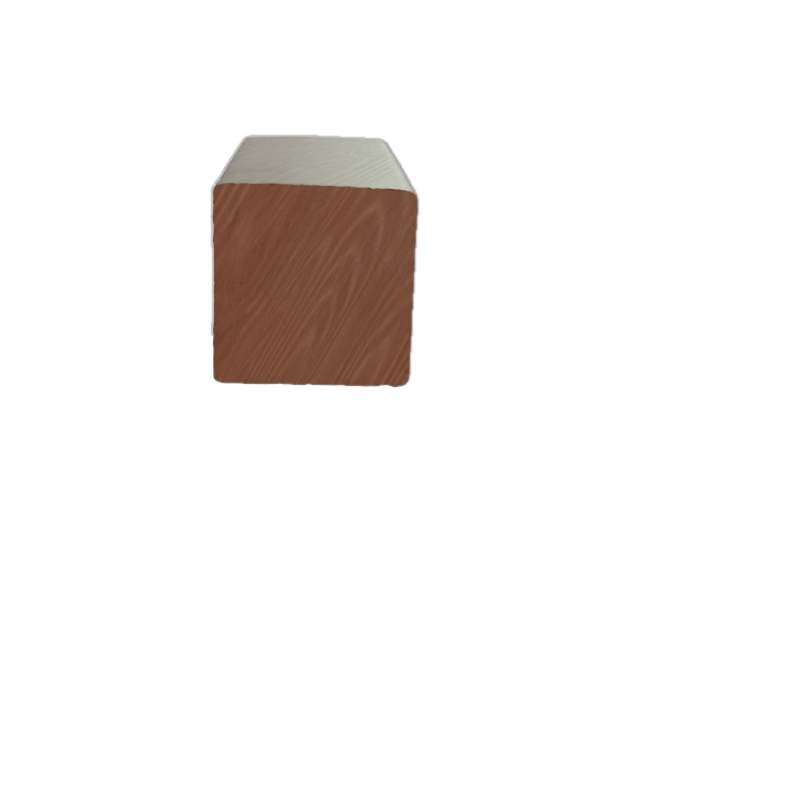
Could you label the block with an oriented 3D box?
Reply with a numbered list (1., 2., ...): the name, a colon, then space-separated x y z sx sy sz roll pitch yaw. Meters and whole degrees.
1. block: -0.045 -0.083 0.581 0.090 0.088 0.214 1 17 -4
